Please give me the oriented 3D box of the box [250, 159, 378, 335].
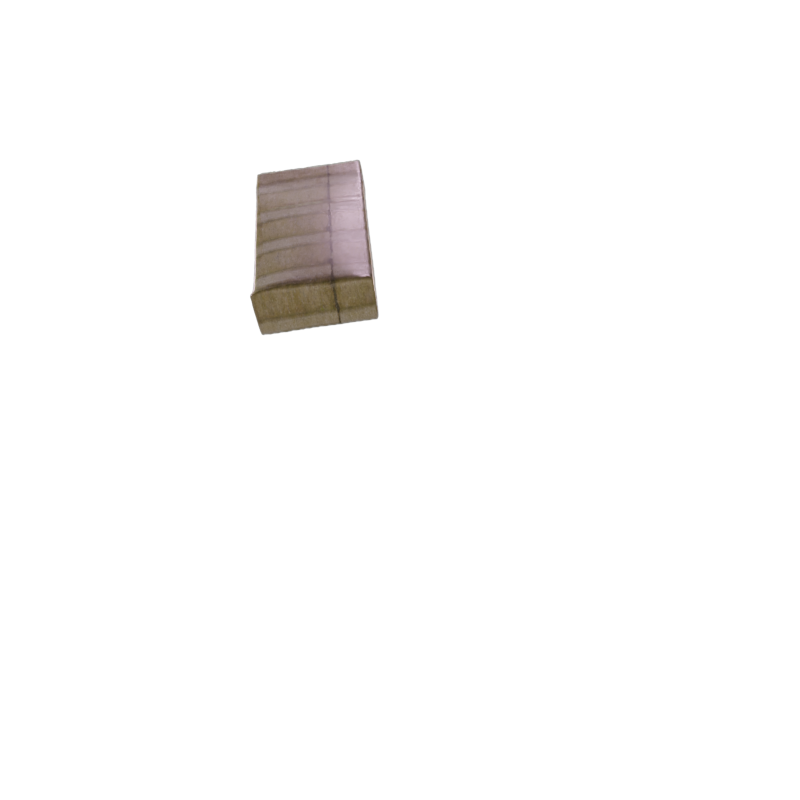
[{"bbox_3d":[-0.070,-0.127,0.893,0.094,0.045,0.189,-8,37,2],"label":"box"}]
